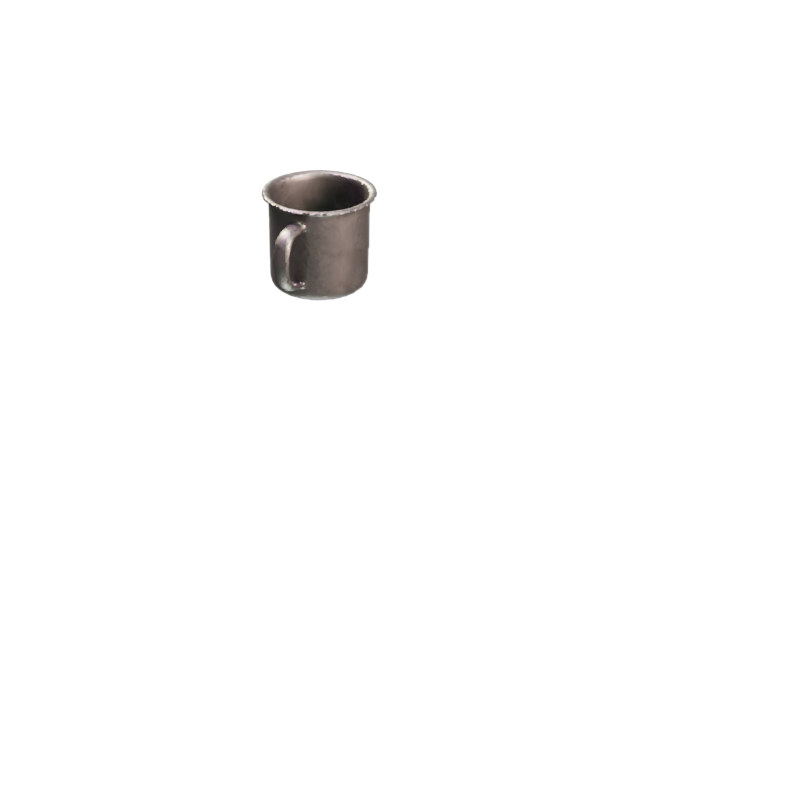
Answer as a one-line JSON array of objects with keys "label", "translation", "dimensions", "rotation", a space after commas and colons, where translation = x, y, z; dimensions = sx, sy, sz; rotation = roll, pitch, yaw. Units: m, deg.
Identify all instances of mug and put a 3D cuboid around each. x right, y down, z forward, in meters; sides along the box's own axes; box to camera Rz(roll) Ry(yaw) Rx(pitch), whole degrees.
[{"label": "mug", "translation": [-0.070, -0.128, 0.900], "dimensions": [0.096, 0.077, 0.120], "rotation": [11, 31, 18]}]
